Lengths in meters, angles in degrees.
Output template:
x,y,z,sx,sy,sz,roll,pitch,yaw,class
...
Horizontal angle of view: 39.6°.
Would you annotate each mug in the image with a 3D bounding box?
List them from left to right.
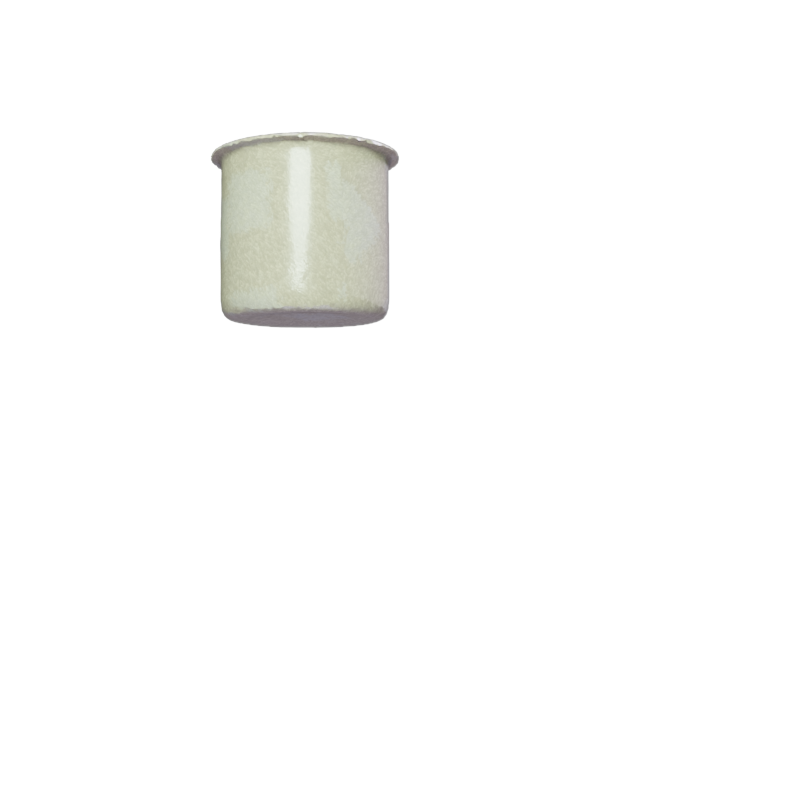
x,y,z,sx,sy,sz,roll,pitch,yaw,class
-0.043,-0.079,0.552,0.095,0.083,0.113,-2,-5,17,mug
